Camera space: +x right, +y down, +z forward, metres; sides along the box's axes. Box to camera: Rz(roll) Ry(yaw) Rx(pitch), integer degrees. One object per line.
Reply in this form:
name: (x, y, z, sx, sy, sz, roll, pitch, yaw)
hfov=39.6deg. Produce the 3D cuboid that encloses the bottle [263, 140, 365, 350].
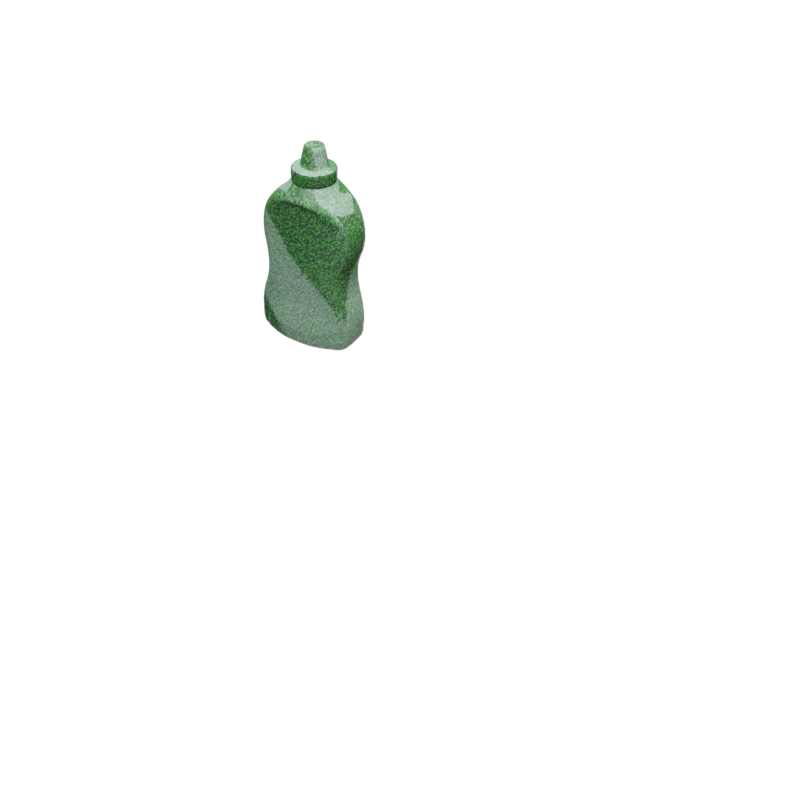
bottle: (-0.078, -0.142, 0.995, 0.101, 0.180, 0.059, 23, 38, 28)
